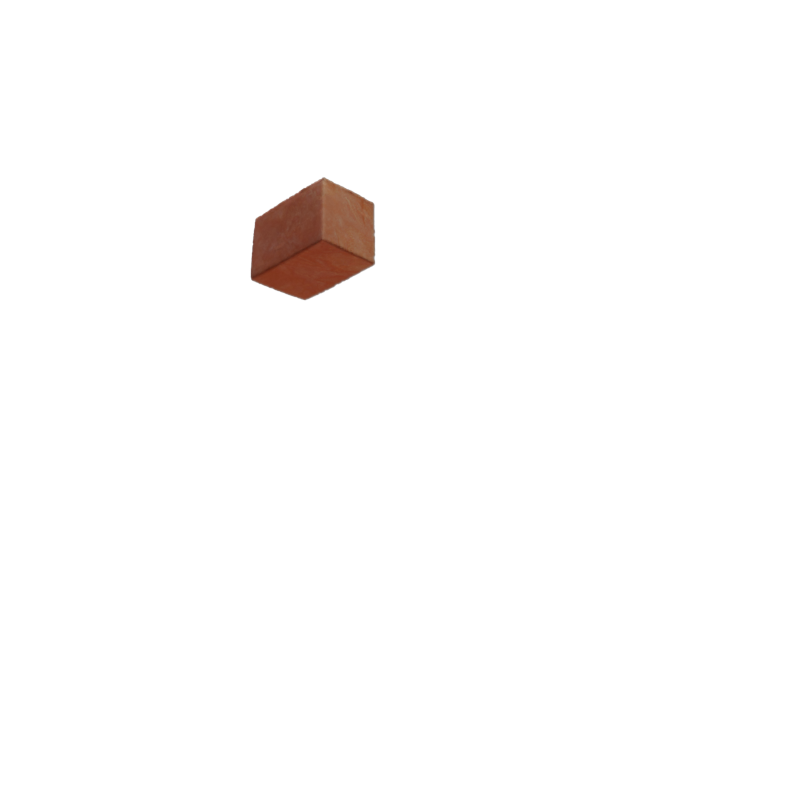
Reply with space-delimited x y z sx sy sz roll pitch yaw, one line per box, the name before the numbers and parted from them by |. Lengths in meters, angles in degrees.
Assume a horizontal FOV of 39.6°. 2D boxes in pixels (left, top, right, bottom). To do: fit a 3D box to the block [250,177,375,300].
block | -0.062 -0.113 0.791 0.078 0.054 0.049 -24 -34 39
